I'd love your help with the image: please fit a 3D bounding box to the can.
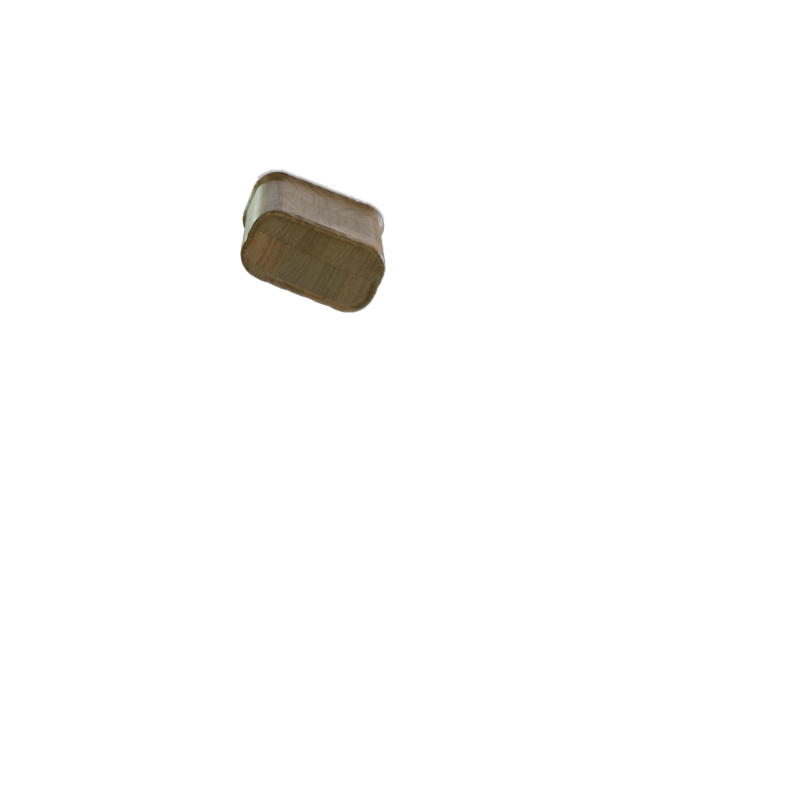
[{"bbox_3d":[-0.061,-0.111,0.778,0.100,0.056,0.088,20,23,-10],"label":"can"}]
